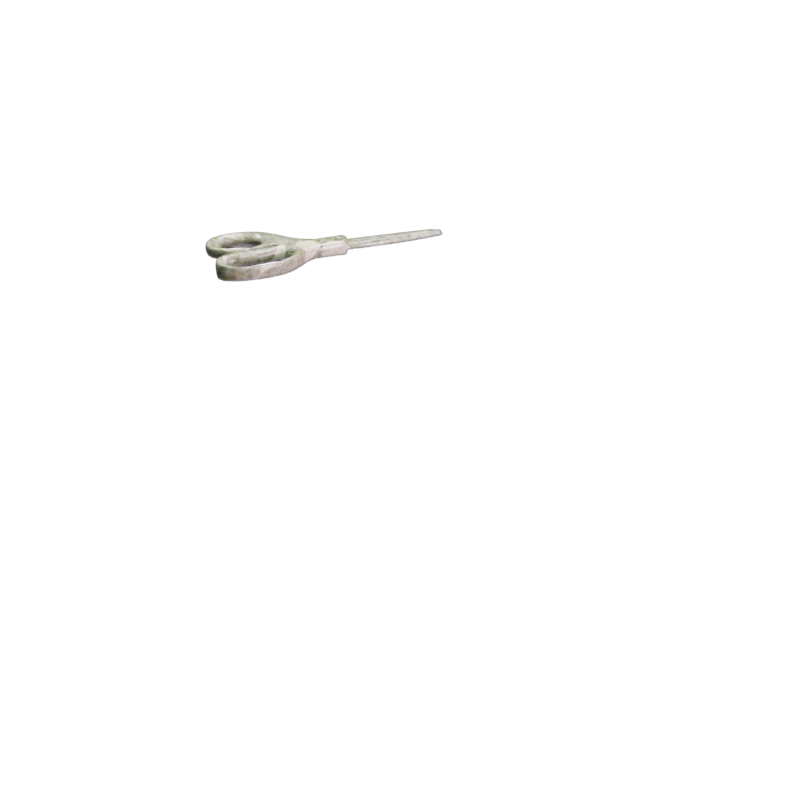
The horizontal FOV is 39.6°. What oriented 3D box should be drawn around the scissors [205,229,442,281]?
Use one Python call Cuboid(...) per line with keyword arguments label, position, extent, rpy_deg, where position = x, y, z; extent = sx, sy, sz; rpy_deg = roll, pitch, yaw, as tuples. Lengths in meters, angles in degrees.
Cuboid(label="scissors", position=(-0.071, -0.129, 0.906), extent=(0.198, 0.015, 0.103), rpy_deg=(-20, 31, -36))
